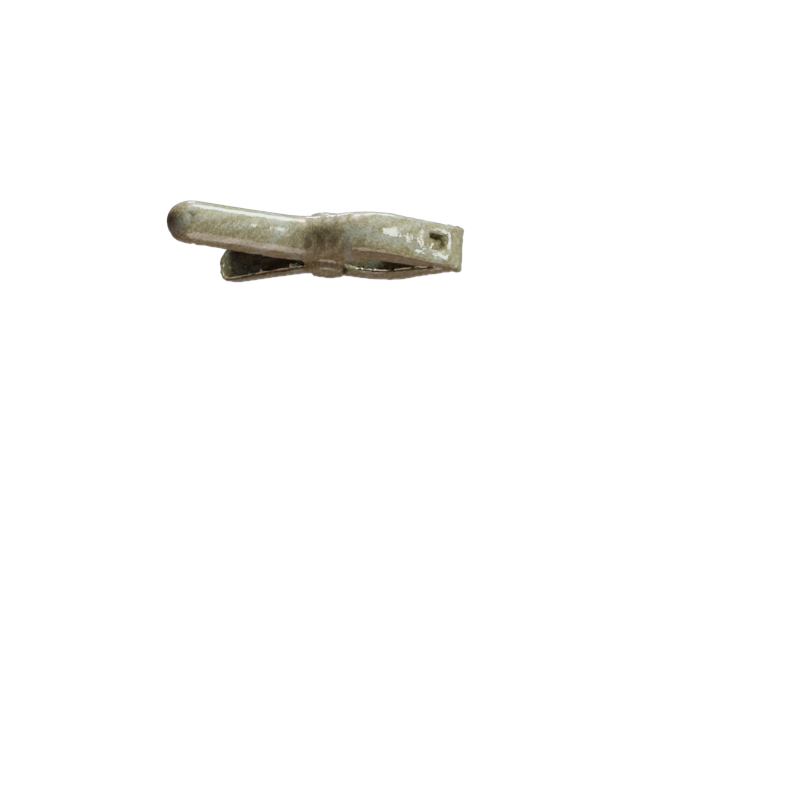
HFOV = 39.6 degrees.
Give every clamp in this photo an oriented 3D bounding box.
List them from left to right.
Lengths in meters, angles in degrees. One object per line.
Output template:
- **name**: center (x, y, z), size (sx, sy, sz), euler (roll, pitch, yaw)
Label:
- **clamp**: center (-0.052, -0.095, 0.663), size (0.175, 0.040, 0.115), euler (-1, -3, 19)
